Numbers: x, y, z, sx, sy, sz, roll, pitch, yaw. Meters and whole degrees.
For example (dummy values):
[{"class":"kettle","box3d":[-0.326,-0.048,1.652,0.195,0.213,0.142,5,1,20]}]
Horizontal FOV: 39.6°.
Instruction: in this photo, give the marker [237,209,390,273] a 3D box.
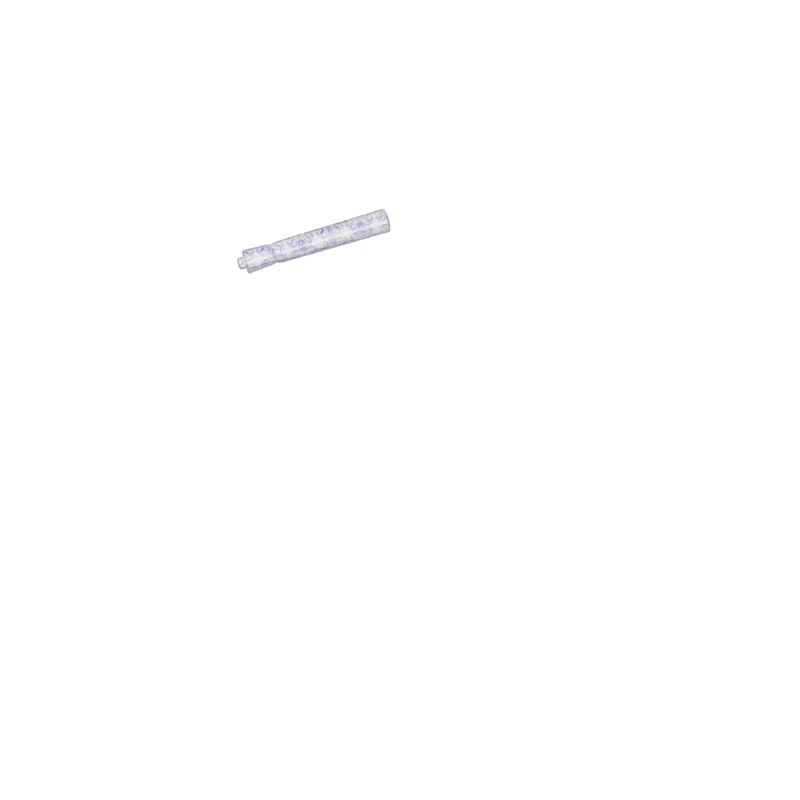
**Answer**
[{"class":"marker","box3d":[-0.067,-0.122,0.854,0.120,0.019,0.020,-18,8,-10]}]
